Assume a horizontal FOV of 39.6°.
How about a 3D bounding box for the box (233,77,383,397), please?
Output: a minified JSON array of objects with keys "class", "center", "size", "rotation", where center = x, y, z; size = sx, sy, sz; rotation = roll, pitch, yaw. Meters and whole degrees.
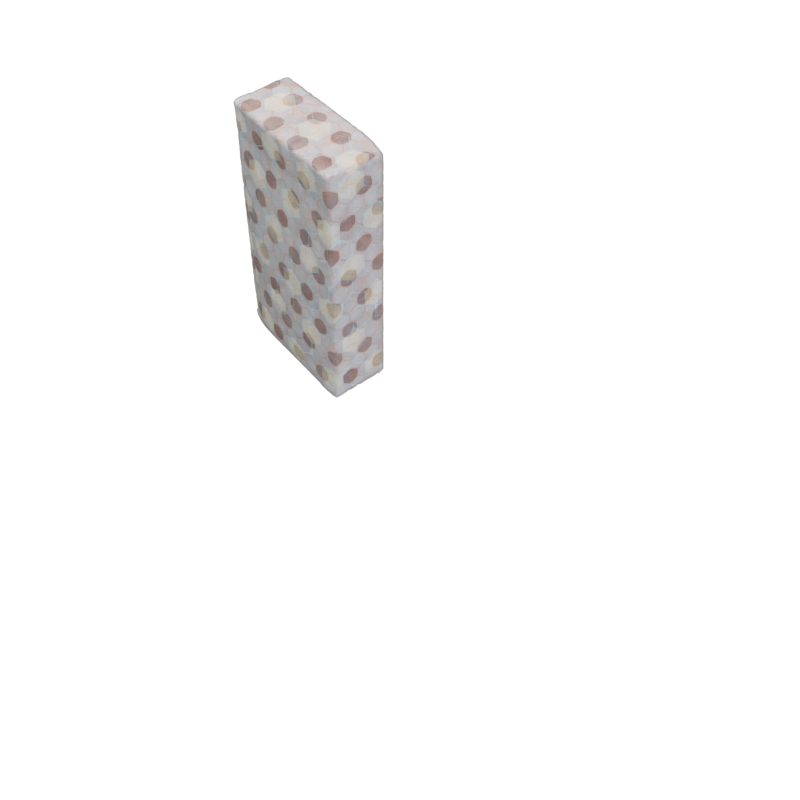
[{"class":"box","center":[-0.051,-0.094,0.661],"size":[0.048,0.164,0.100],"rotation":[-26,52,-27]}]
